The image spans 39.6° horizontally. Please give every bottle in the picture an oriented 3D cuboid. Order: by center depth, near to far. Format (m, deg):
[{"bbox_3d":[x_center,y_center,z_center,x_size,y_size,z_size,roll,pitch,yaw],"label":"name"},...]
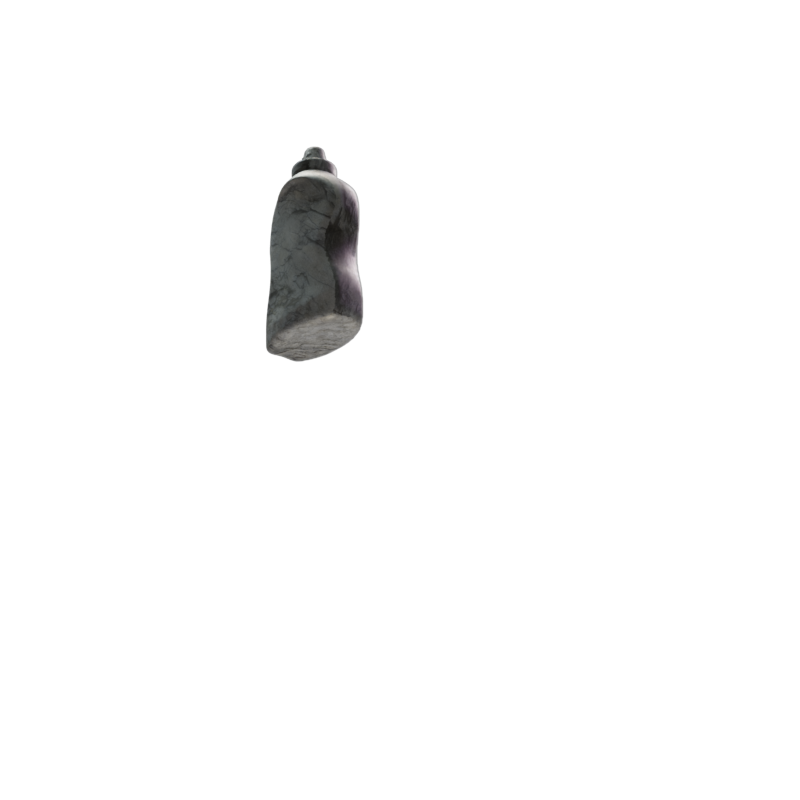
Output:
[{"bbox_3d":[-0.074,-0.136,0.953,0.055,0.204,0.095,20,-35,-34],"label":"bottle"}]
